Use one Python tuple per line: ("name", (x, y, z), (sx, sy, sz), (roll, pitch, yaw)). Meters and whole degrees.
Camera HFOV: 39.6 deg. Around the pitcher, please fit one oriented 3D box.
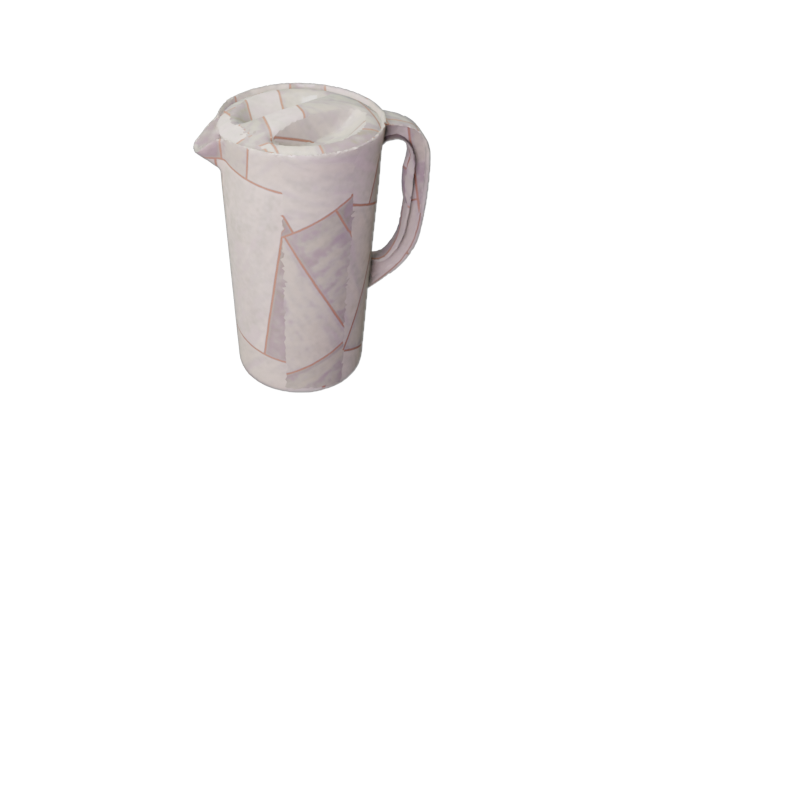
("pitcher", (-0.072, -0.131, 0.918), (0.156, 0.228, 0.148), (20, 39, 23))
